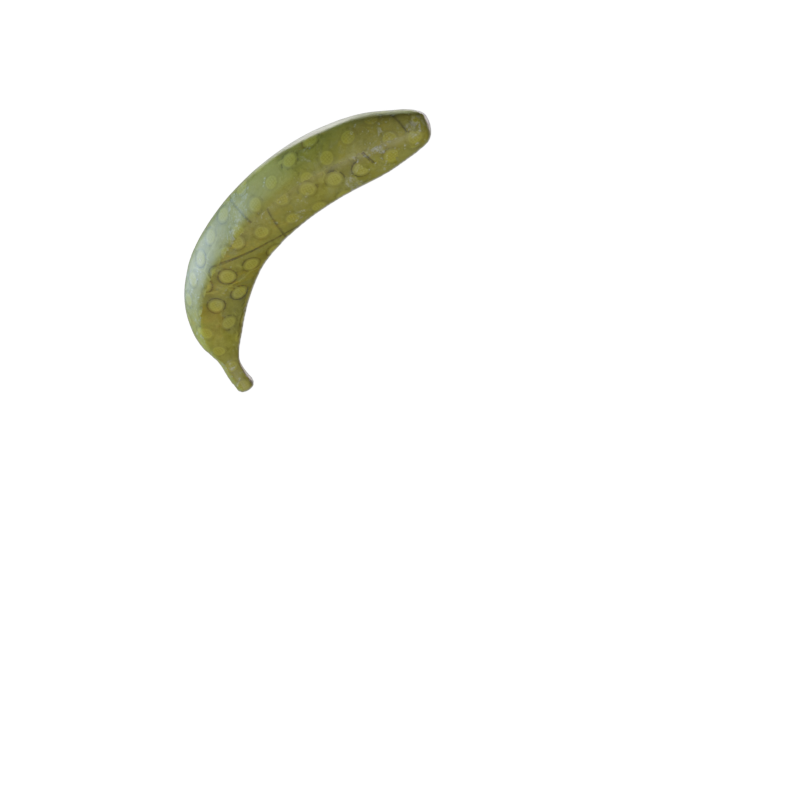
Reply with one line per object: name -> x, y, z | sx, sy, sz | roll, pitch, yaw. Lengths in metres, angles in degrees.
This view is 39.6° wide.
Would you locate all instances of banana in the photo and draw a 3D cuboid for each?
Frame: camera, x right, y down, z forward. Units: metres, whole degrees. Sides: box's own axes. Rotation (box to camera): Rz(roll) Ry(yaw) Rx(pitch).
banana -> -0.064, -0.088, 0.584 | 0.067, 0.192, 0.039 | 26, 34, -21
